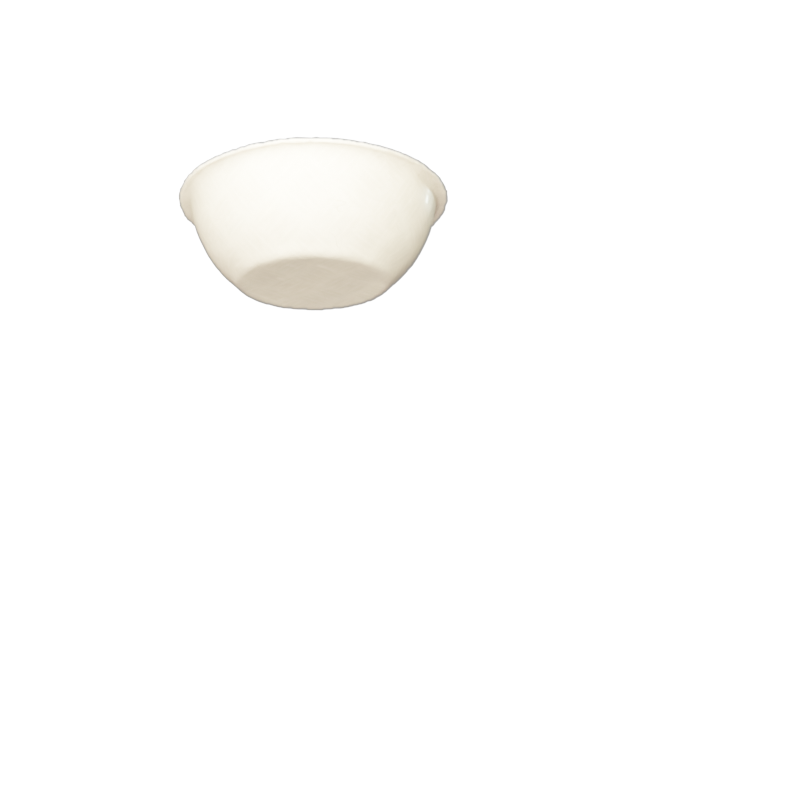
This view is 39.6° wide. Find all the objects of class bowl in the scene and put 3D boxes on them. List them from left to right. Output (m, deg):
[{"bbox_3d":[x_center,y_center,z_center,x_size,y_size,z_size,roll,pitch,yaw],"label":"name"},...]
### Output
[{"bbox_3d":[-0.052,-0.094,0.661,0.162,0.058,0.155,0,-17,-2],"label":"bowl"}]
